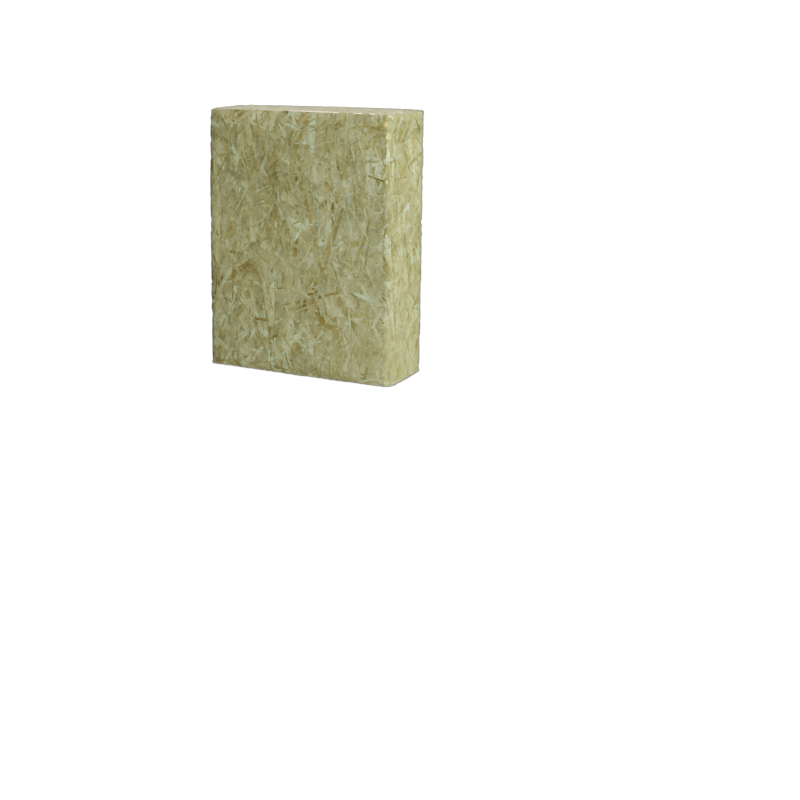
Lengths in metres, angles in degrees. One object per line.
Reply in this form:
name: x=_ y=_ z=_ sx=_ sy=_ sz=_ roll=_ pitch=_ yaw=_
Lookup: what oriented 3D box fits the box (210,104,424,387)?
box: x=-0.070 y=-0.127 z=0.890 sx=0.170 sy=0.209 sz=0.071 roll=7 pitch=12 yaw=27
